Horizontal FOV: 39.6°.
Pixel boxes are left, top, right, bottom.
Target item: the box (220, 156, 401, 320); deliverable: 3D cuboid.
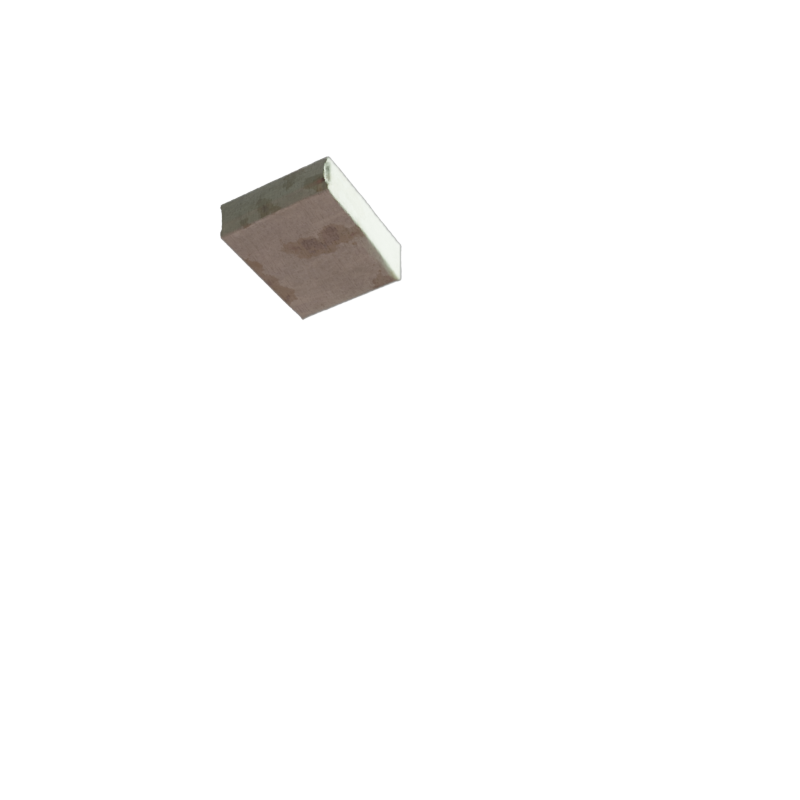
[{"bbox_3d":[-0.062,-0.114,0.795,0.090,0.042,0.105,-20,-43,22],"label":"box"}]
